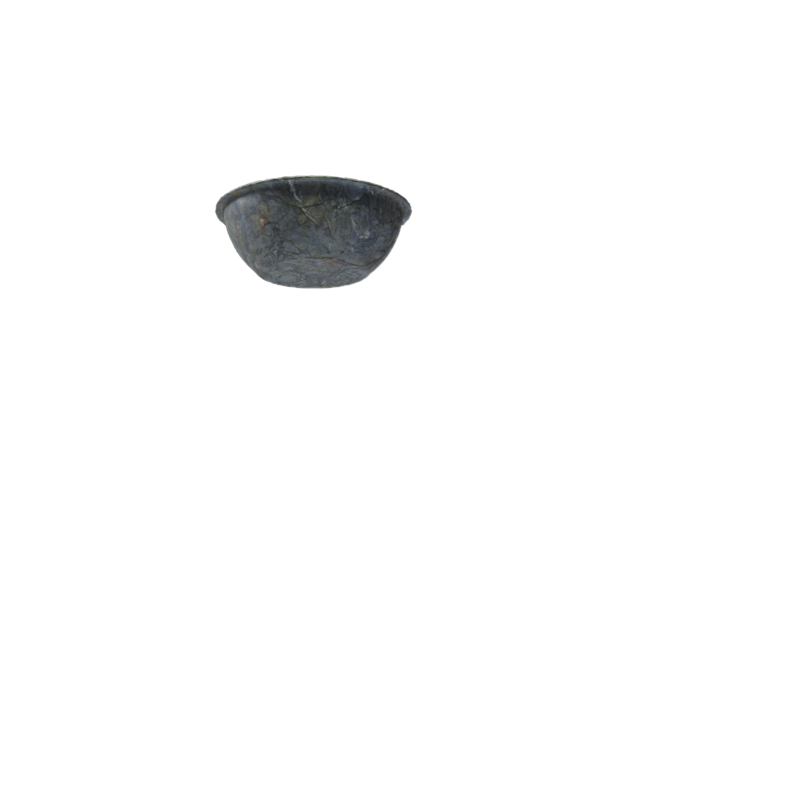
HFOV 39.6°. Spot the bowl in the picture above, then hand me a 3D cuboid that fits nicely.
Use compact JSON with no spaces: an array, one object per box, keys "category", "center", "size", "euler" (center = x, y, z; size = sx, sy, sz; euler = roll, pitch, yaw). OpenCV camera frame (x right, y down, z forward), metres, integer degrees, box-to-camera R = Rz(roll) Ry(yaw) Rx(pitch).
[{"category":"bowl","center":[-0.071,-0.129,0.901],"size":[0.162,0.057,0.157],"euler":[0,-12,-2]}]
